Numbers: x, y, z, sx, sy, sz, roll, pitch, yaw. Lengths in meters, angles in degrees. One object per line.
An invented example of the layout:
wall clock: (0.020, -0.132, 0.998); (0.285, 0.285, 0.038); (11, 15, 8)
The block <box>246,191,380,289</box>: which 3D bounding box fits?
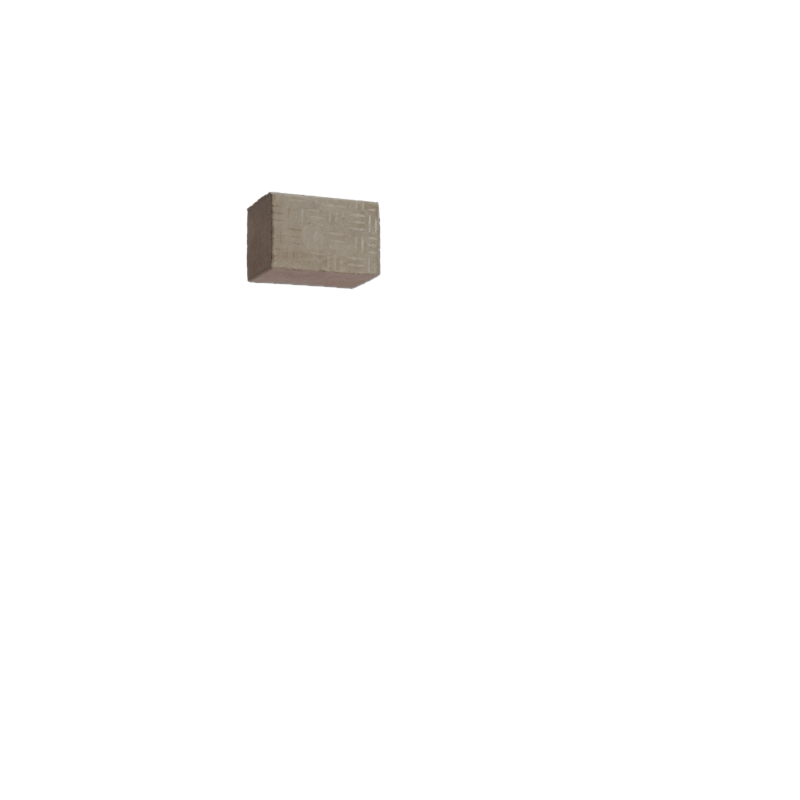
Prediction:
block: (-0.057, -0.105, 0.734); (0.076, 0.053, 0.053); (3, -9, -23)
